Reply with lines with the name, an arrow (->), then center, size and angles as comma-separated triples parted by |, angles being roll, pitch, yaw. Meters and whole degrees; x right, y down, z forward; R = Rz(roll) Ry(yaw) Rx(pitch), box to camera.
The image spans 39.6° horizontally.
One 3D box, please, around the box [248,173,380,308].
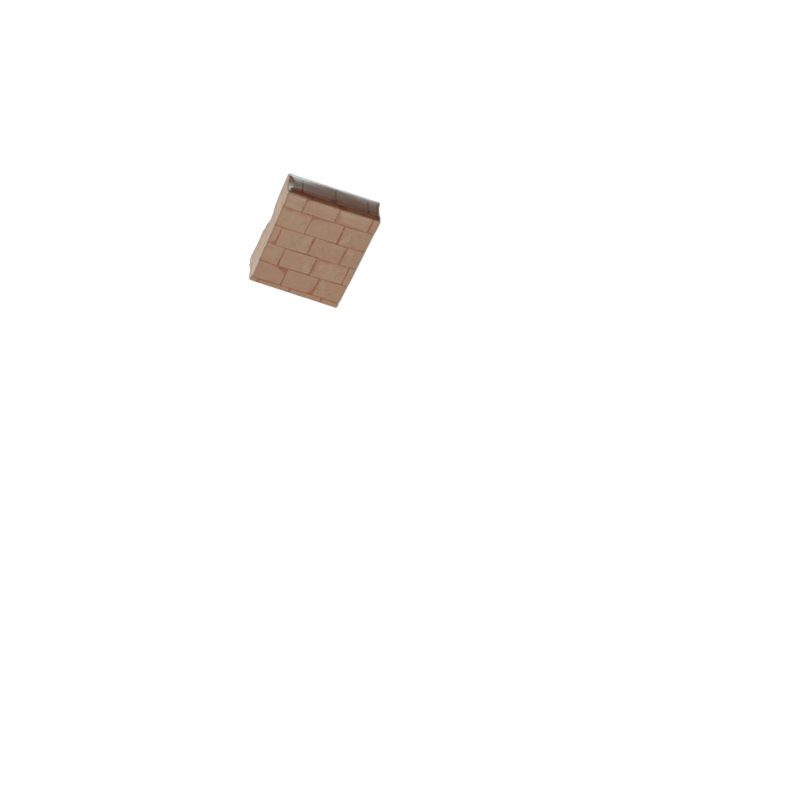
box -> -0.065, -0.118, 0.828 | 0.071, 0.086, 0.032 | 18, 37, -15
